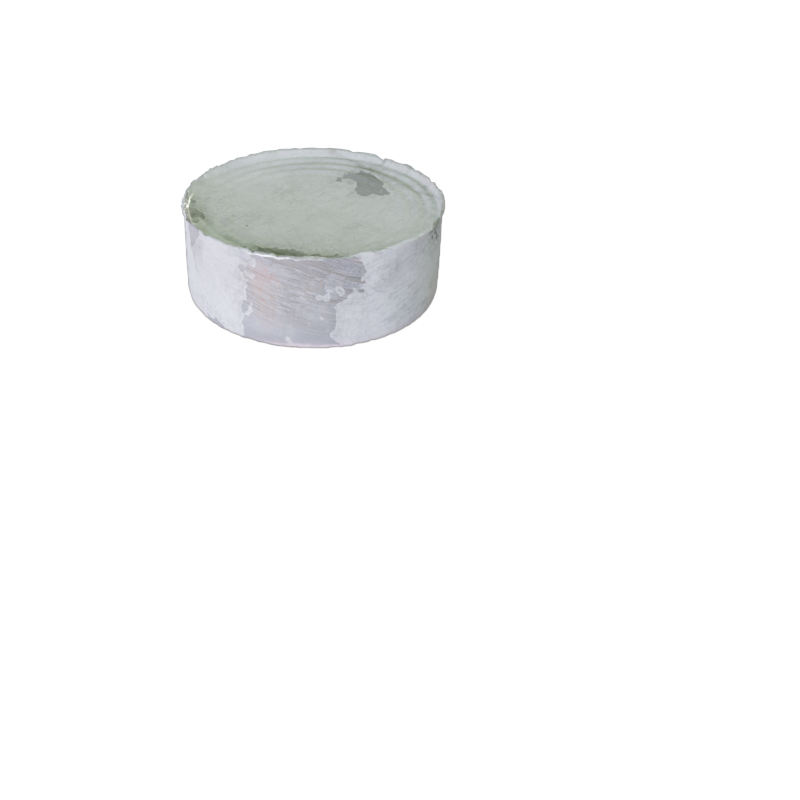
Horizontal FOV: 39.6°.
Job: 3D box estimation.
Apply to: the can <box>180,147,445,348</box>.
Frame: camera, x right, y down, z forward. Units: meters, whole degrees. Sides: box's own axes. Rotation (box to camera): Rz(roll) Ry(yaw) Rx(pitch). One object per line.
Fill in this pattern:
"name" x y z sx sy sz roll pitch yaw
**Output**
"can" -0.029 -0.053 0.369 0.086 0.032 0.091 -1 32 -2
